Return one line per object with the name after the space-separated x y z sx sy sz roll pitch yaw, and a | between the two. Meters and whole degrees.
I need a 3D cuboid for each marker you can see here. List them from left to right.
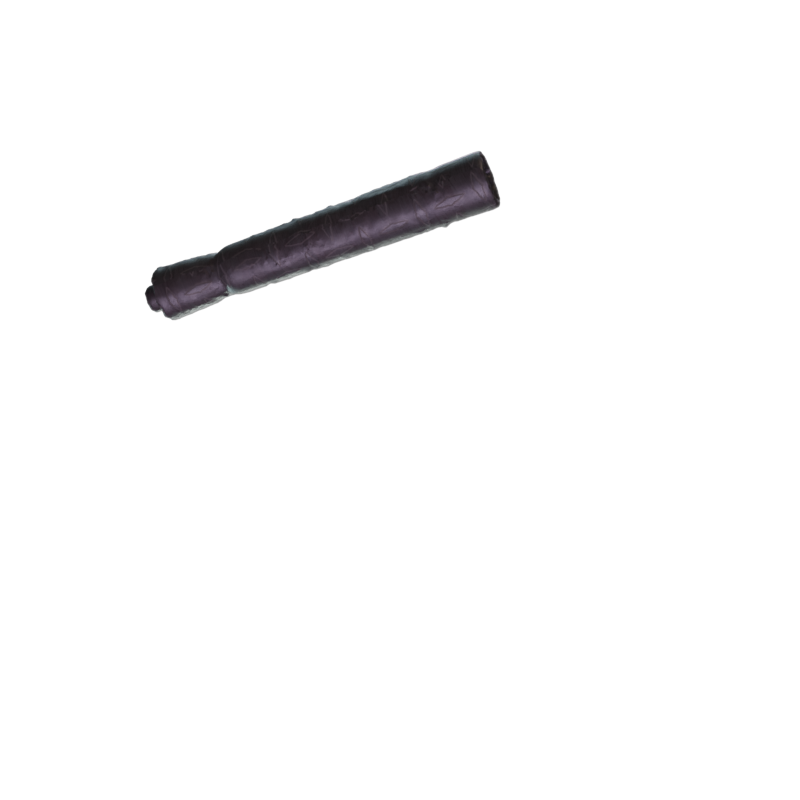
-0.028 -0.051 0.358 0.122 0.020 0.019 -17 -1 16 | marker
